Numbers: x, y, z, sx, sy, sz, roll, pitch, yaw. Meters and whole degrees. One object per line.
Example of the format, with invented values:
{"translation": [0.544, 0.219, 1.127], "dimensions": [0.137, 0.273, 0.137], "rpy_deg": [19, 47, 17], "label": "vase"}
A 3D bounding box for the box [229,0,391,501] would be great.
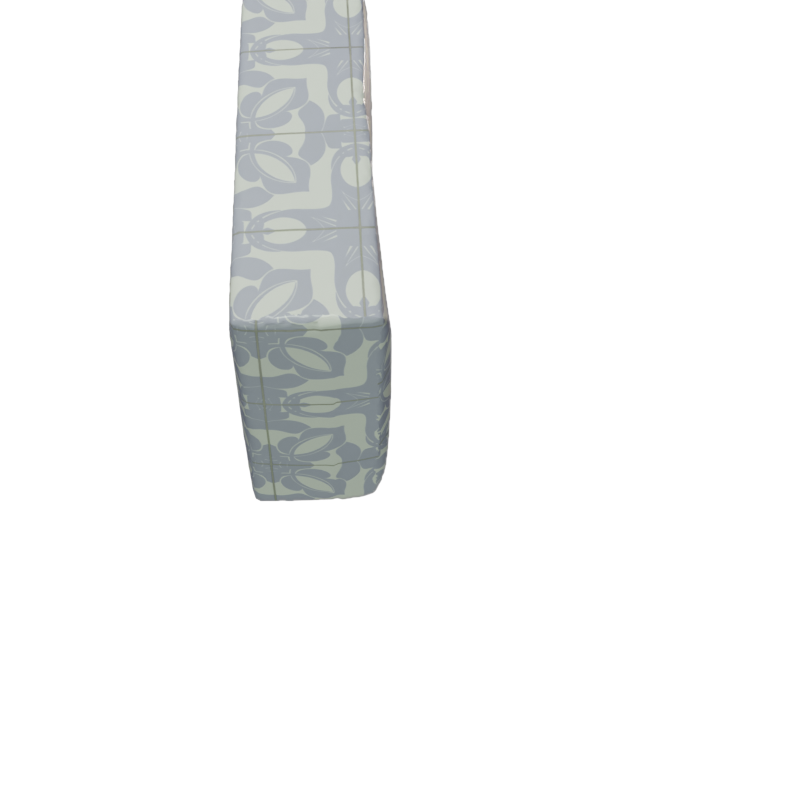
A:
{"translation": [-0.044, -0.081, 0.568], "dimensions": [0.072, 0.229, 0.153], "rpy_deg": [-1, -35, -2], "label": "box"}
